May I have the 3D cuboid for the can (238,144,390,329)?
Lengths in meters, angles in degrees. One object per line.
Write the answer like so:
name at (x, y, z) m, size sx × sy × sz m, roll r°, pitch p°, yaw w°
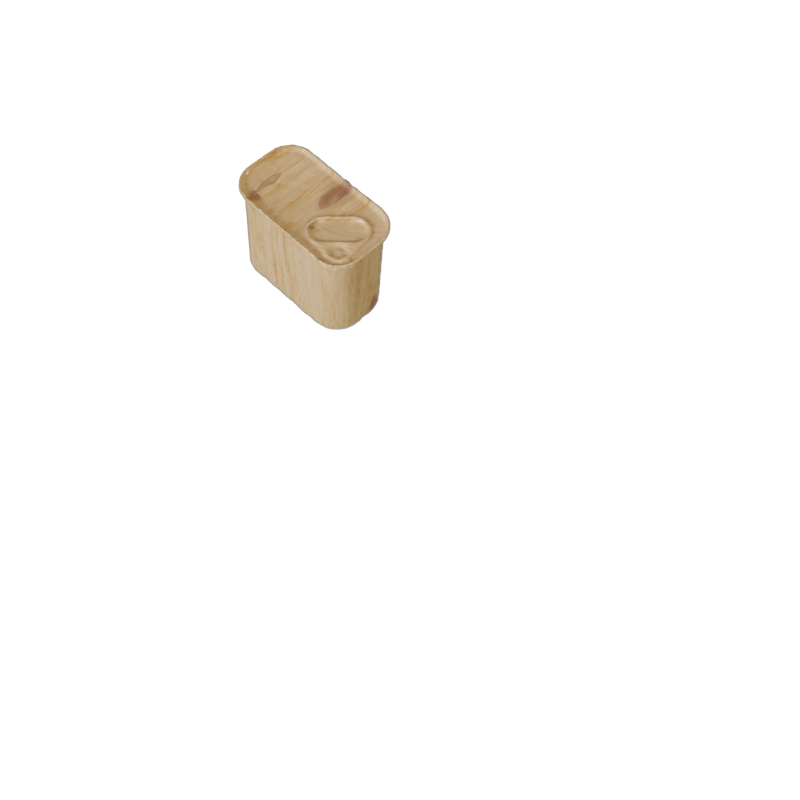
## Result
can at (-0.057, -0.104, 0.731) m, size 0.058 × 0.108 × 0.078 m, roll -39°, pitch -24°, yaw -23°
